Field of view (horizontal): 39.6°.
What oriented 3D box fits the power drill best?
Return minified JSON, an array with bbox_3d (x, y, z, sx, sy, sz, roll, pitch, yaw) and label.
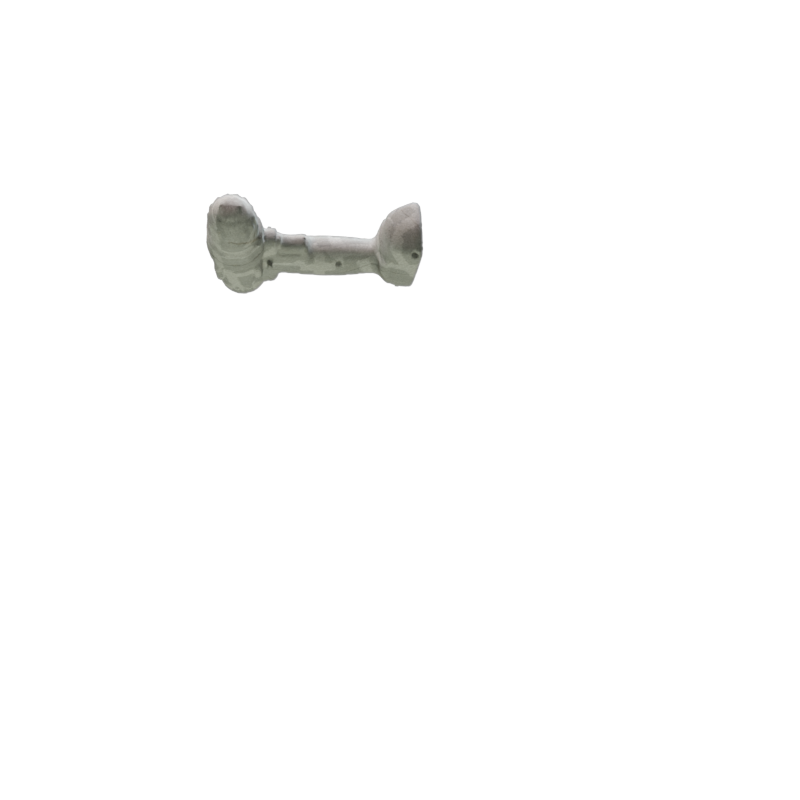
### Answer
[{"bbox_3d":[-0.077,-0.140,0.981,0.187,0.059,0.179,0,-9,-2],"label":"power drill"}]
